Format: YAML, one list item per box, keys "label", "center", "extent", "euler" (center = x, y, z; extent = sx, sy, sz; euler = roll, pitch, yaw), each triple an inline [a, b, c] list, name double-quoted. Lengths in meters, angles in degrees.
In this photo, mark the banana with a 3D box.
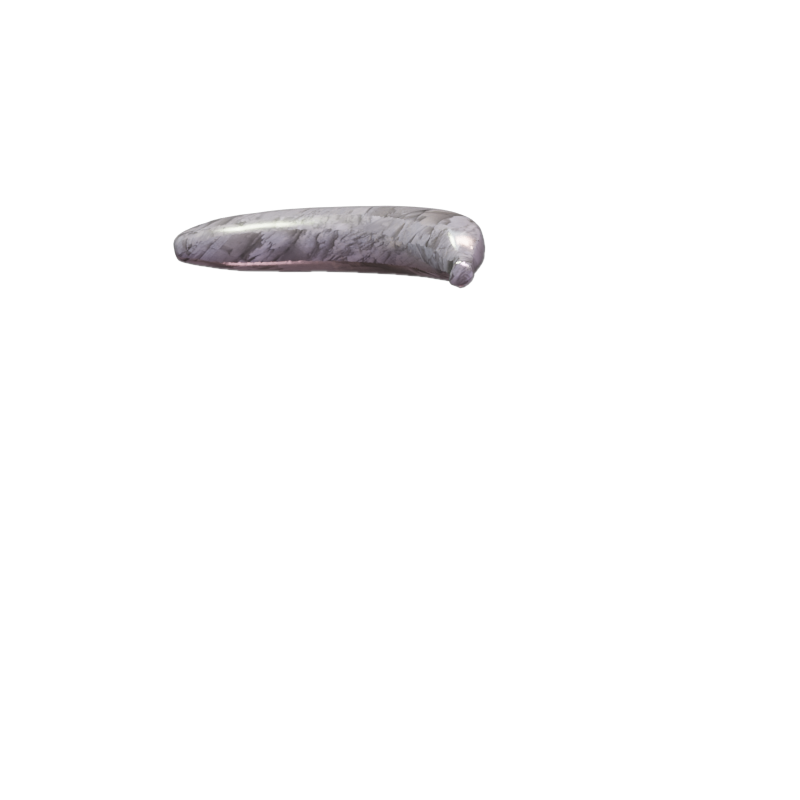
- label: "banana"
  center: [-0.030, -0.083, 0.580]
  extent: [0.207, 0.036, 0.067]
  euler: [8, 11, 39]
